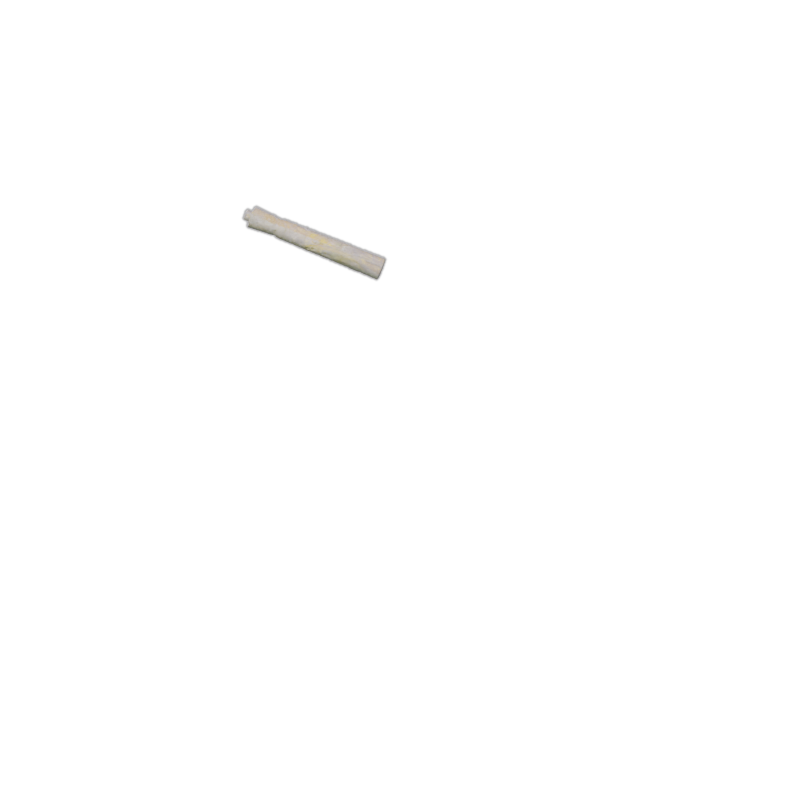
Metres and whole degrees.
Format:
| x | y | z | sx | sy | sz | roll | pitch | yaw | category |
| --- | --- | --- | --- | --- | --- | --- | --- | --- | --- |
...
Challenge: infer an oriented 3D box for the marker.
| x | y | z | sx | sy | sz | roll | pitch | yaw | category |
| --- | --- | --- | --- | --- | --- | --- | --- | --- | --- |
| -0.071 | -0.129 | 0.903 | 0.123 | 0.020 | 0.020 | 23 | 6 | 6 | marker |
